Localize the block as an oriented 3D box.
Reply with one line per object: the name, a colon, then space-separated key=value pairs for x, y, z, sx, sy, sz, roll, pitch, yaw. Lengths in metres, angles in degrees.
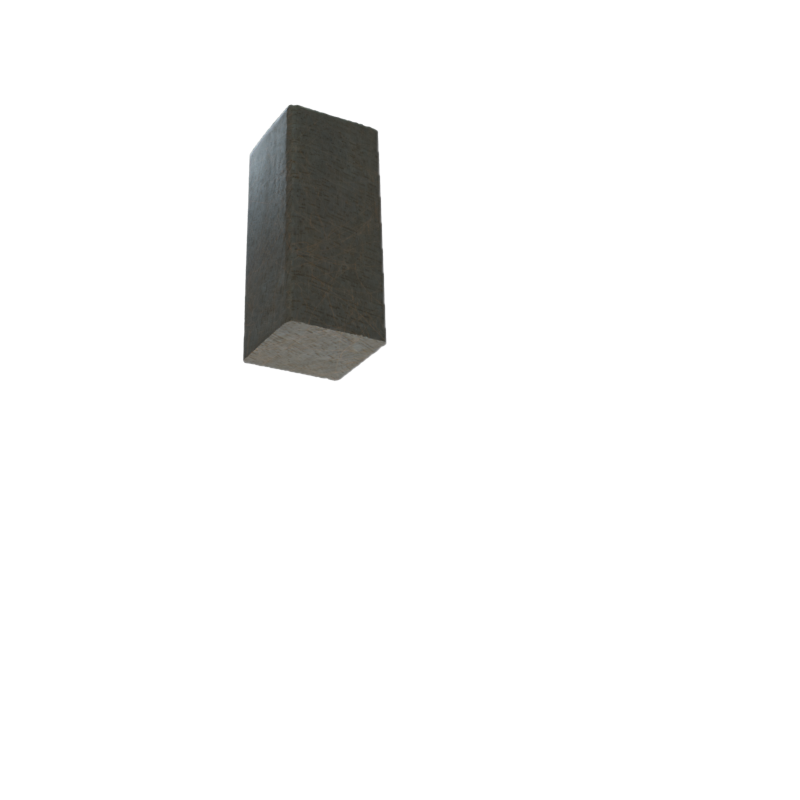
block: x=-0.074 y=-0.135 z=0.941 sx=0.087 sy=0.219 sz=0.088 roll=13 pitch=-31 yaw=-26
